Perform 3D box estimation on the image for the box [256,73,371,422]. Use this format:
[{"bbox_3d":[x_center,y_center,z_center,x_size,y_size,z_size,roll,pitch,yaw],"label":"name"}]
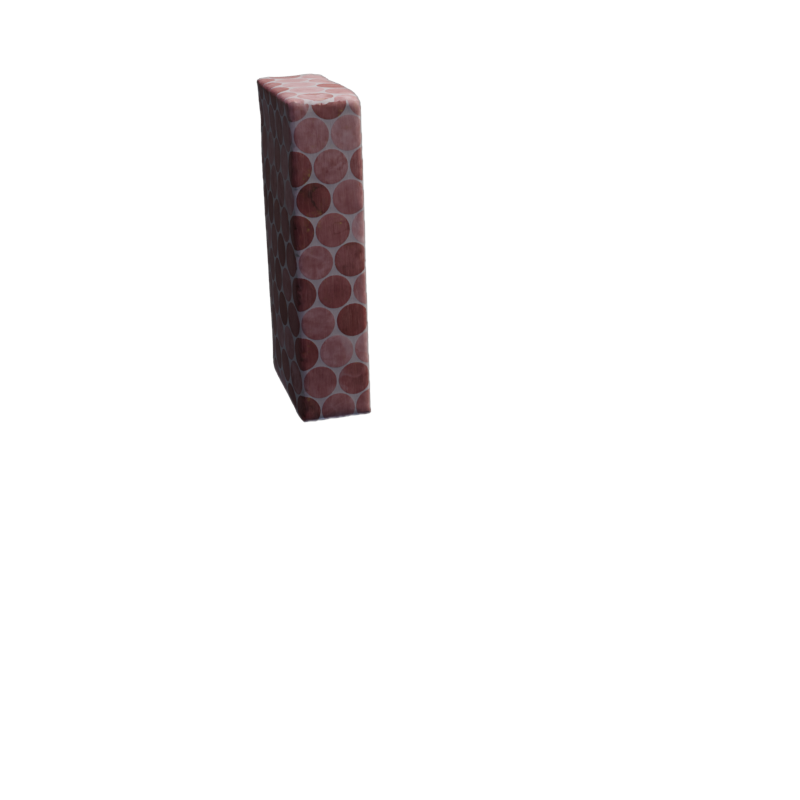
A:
[{"bbox_3d":[-0.048,-0.088,0.620,0.047,0.169,0.099,-4,19,-16],"label":"box"}]
